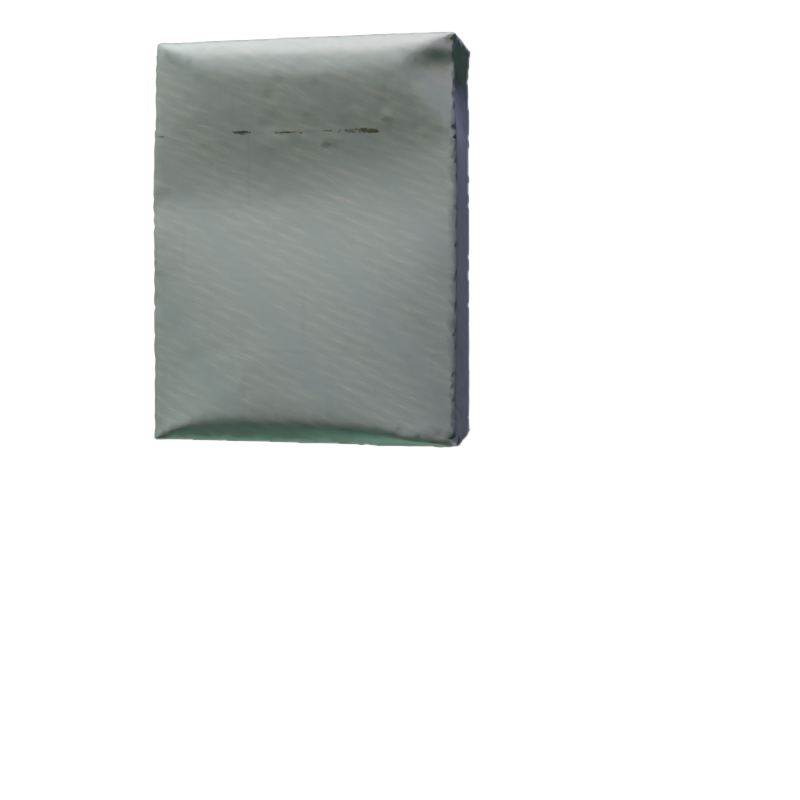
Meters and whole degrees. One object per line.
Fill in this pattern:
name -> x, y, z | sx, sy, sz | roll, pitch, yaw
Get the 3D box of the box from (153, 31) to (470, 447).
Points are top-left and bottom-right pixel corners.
box -> -0.047, -0.085, 0.598 | 0.167, 0.214, 0.071 | 1, 1, 12
